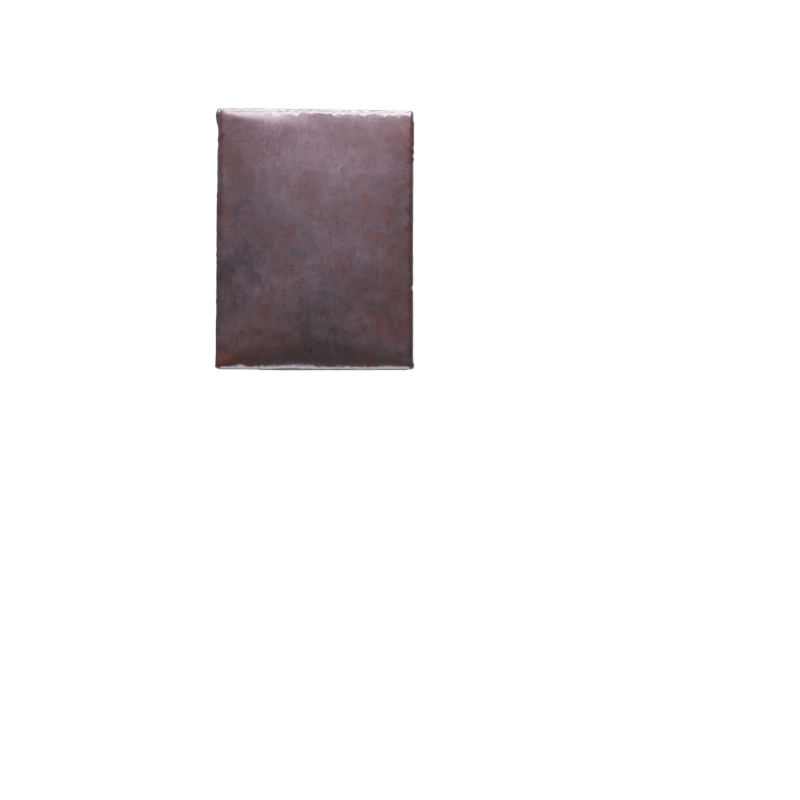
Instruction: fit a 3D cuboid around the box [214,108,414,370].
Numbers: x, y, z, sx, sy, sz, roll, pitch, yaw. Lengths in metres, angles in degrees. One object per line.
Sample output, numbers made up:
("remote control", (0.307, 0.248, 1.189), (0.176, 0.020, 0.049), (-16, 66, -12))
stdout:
("box", (-0.073, -0.133, 0.931), (0.163, 0.216, 0.072), (0, -3, -5))
